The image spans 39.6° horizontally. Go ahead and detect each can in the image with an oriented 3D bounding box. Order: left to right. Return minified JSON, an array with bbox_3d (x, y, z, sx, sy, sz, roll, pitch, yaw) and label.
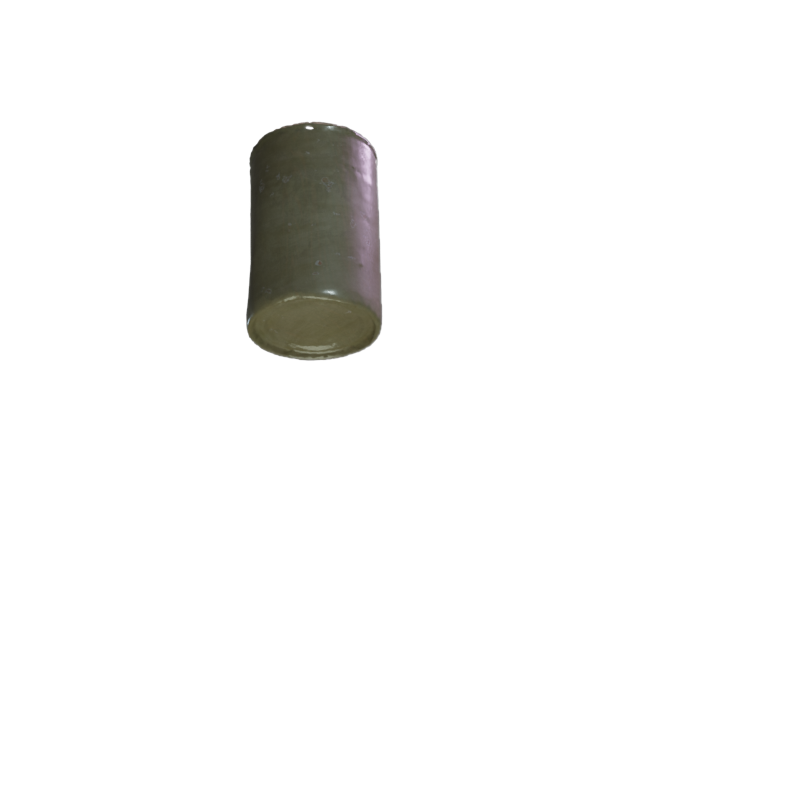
[{"bbox_3d":[-0.044,-0.080,0.560,0.068,0.109,0.064,0,-29,-2],"label":"can"}]
